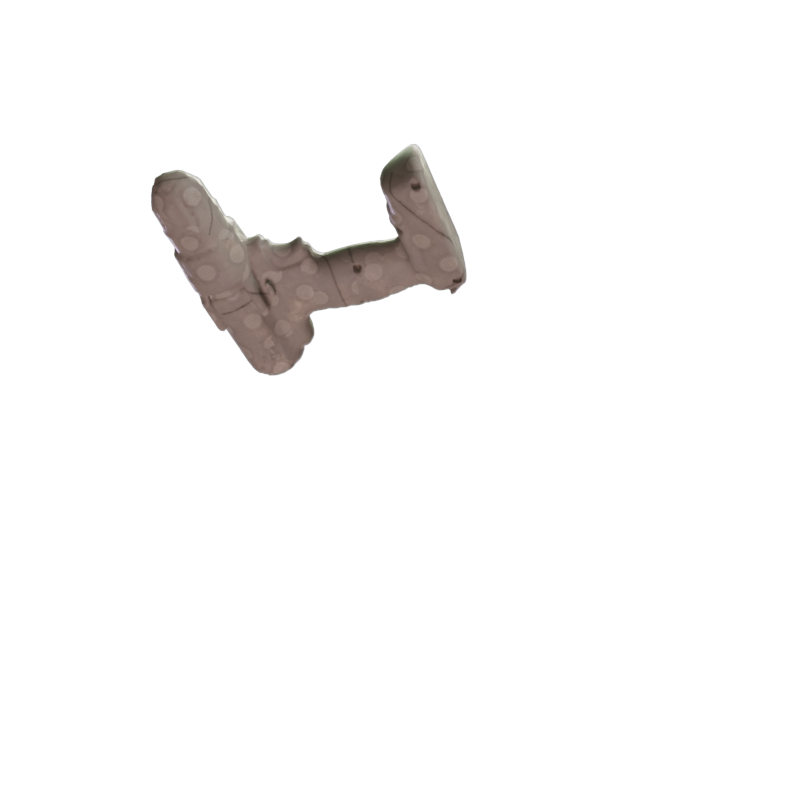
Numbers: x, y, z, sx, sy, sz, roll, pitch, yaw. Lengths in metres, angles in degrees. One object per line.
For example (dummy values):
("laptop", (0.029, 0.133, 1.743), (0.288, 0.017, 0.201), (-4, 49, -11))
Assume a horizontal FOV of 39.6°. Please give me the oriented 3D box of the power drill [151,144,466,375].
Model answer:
("power drill", (-0.061, -0.111, 0.779), (0.189, 0.171, 0.062), (-18, 39, 15))
